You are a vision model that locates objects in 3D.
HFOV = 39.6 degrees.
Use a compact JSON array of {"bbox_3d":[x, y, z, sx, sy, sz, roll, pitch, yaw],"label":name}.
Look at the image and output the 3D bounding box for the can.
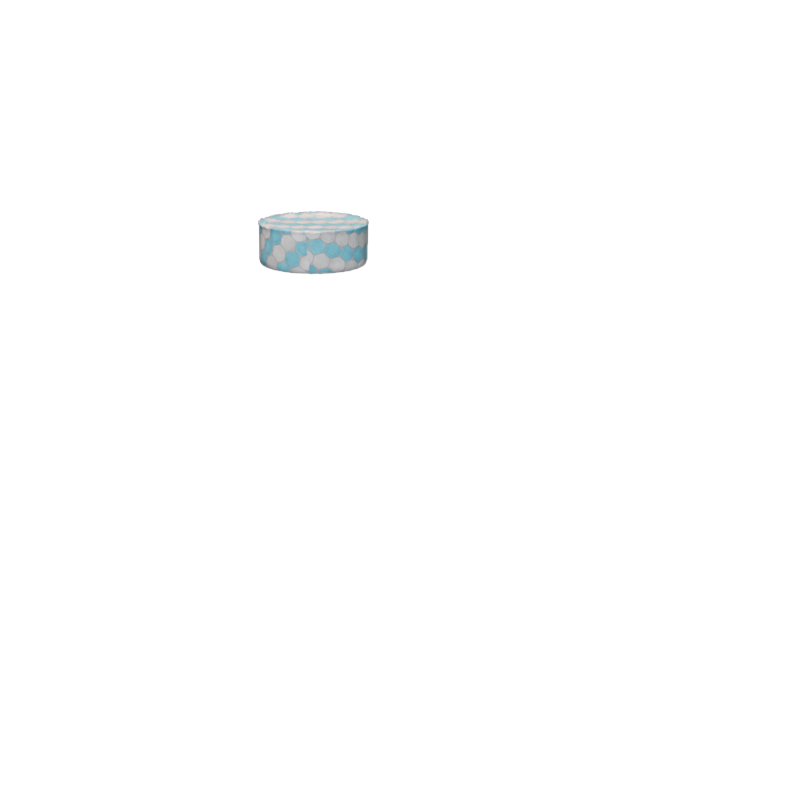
[{"bbox_3d":[-0.067,-0.123,0.860,0.086,0.032,0.089,-1,18,-2],"label":"can"}]
